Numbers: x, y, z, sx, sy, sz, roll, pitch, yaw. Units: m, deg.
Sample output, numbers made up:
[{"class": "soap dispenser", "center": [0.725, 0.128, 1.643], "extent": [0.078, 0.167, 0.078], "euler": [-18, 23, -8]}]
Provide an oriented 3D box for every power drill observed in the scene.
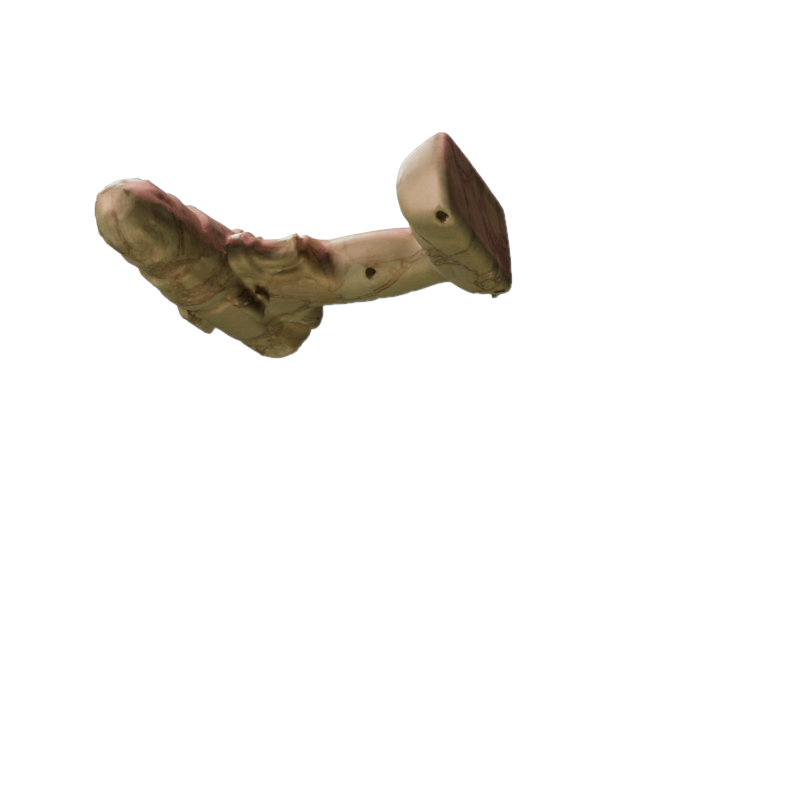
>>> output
[{"class": "power drill", "center": [-0.047, -0.086, 0.602], "extent": [0.191, 0.060, 0.172], "euler": [-10, -23, 24]}]
